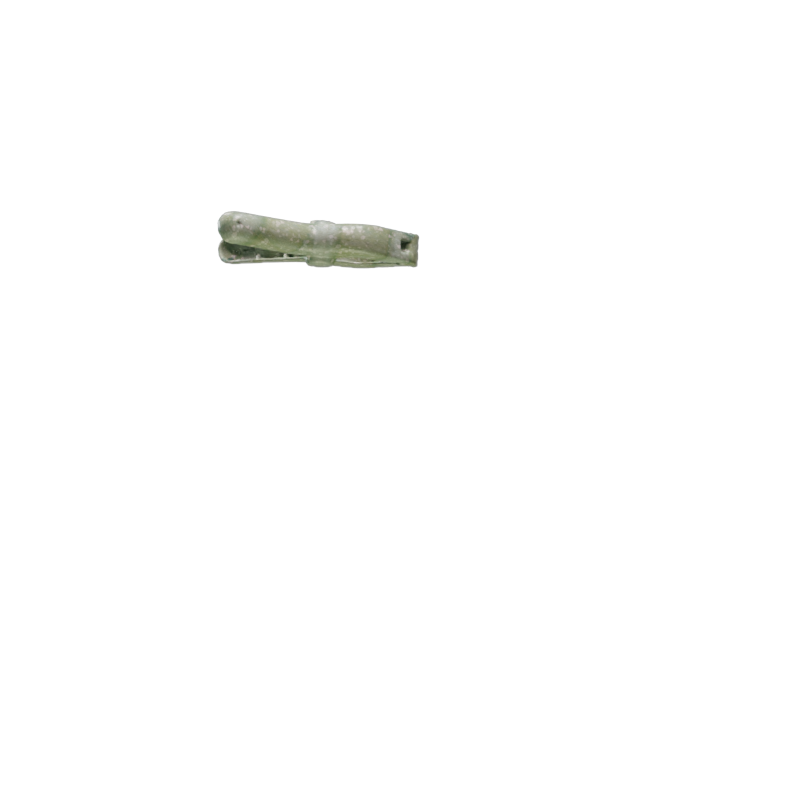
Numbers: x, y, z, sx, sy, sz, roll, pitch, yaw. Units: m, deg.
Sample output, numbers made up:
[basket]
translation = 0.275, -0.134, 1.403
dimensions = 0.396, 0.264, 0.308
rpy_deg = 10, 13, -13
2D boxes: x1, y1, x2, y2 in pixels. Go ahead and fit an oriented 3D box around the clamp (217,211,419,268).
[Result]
[clamp]
translation = -0.070, -0.128, 0.897
dimensions = 0.172, 0.039, 0.119
rpy_deg = 0, 2, 3
